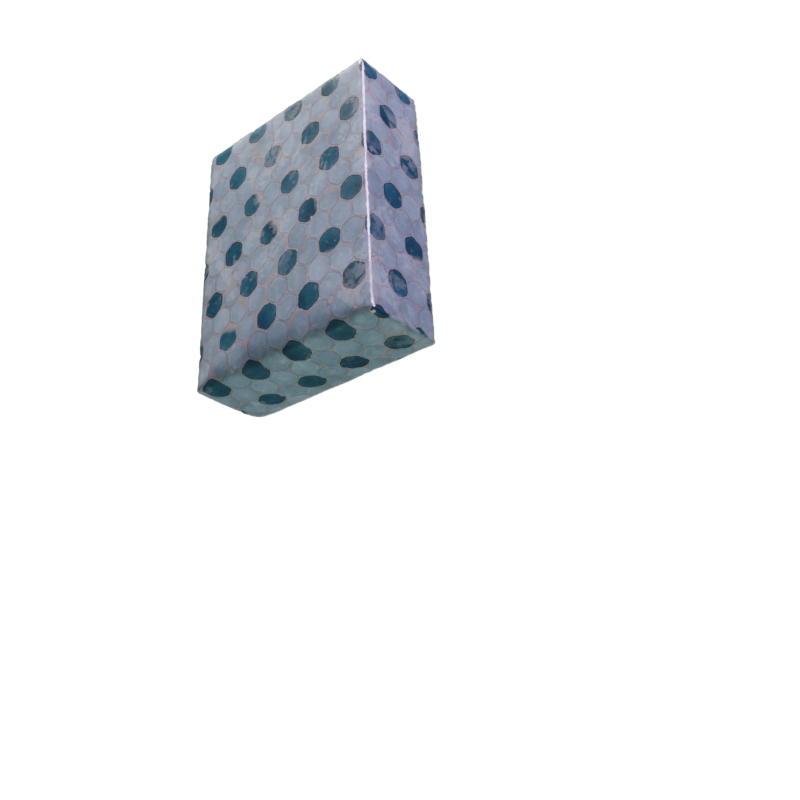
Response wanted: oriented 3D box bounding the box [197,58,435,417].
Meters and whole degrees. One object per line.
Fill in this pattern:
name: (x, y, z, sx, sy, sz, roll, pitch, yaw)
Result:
box: (-0.062, -0.114, 0.796, 0.164, 0.228, 0.067, -26, -39, 33)
